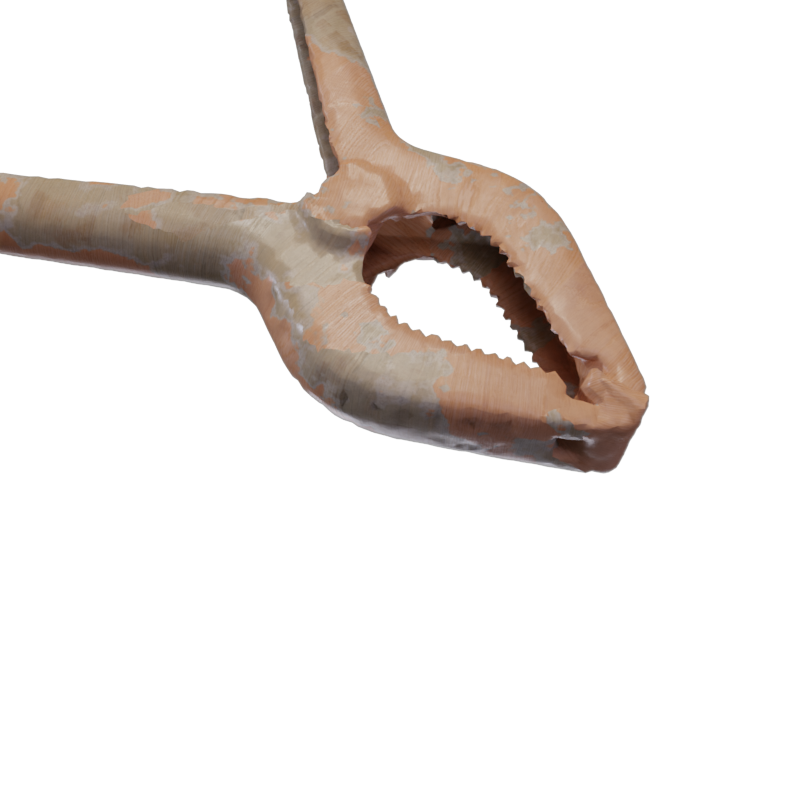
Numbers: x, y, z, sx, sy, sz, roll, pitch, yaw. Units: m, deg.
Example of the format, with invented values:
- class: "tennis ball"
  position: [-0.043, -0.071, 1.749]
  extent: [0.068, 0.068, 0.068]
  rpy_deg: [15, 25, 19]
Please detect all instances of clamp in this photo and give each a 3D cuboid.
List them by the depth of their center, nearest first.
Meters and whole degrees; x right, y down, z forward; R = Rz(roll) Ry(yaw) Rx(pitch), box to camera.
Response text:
- class: "clamp"
  position: [-0.026, -0.048, 0.333]
  extent: [0.165, 0.223, 0.034]
  rpy_deg: [-35, -27, -21]
